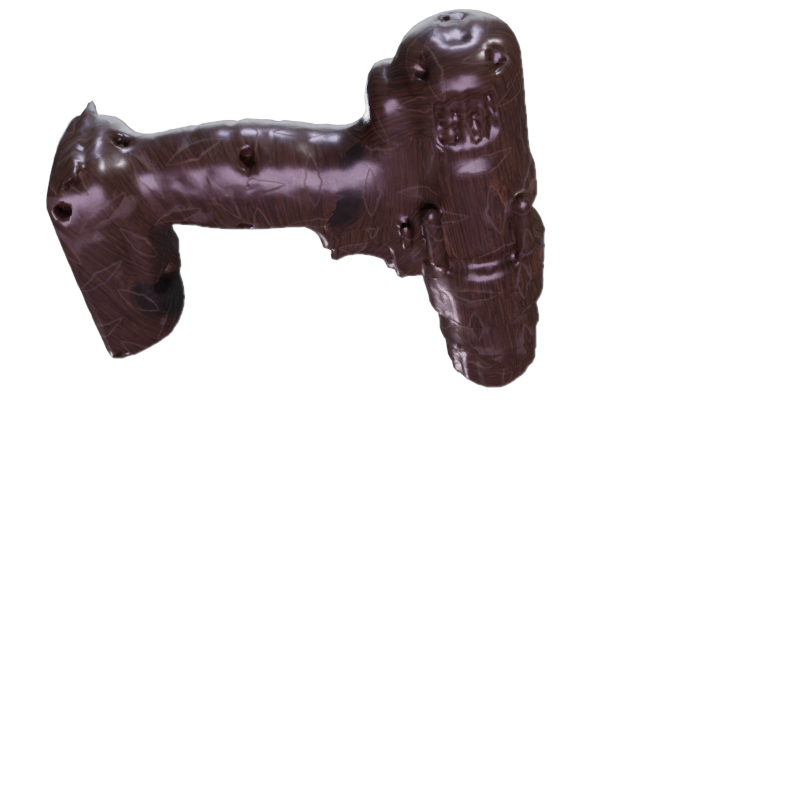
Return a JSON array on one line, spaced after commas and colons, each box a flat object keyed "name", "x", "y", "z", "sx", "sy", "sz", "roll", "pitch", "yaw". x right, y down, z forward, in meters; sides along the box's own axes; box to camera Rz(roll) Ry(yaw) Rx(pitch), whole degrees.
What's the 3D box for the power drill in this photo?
[{"name": "power drill", "x": -0.036, "y": -0.065, "z": 0.456, "sx": 0.189, "sy": 0.171, "sz": 0.062, "roll": -7, "pitch": 43, "yaw": 6}]
